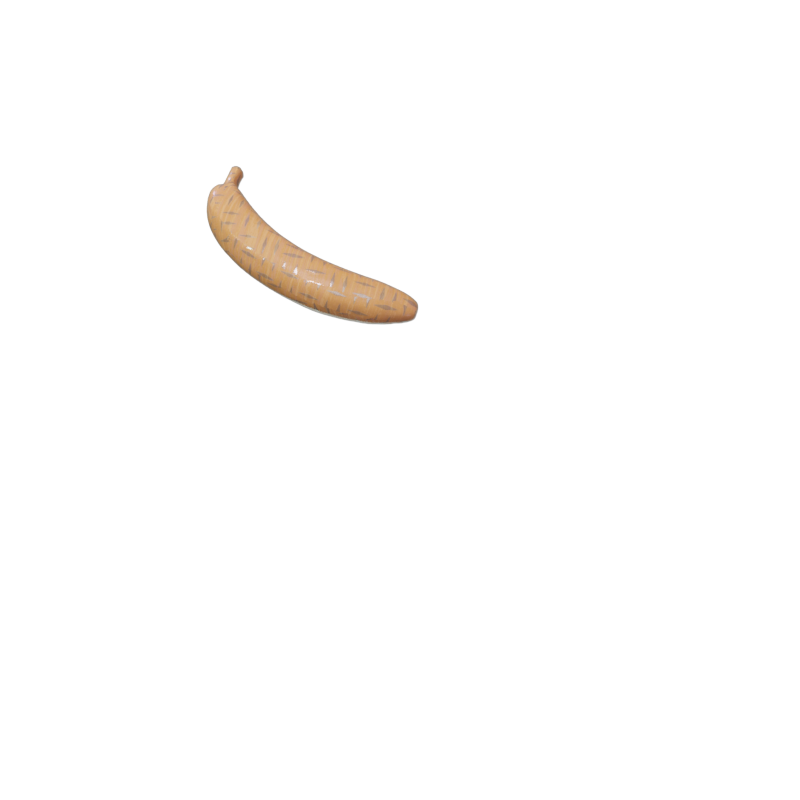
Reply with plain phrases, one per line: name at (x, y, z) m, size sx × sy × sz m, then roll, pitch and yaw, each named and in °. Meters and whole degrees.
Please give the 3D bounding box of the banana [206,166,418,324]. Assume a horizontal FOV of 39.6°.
banana at (-0.079, -0.107, 0.804) m, size 0.070 × 0.209 × 0.034 m, roll -38°, pitch -27°, yaw -24°
